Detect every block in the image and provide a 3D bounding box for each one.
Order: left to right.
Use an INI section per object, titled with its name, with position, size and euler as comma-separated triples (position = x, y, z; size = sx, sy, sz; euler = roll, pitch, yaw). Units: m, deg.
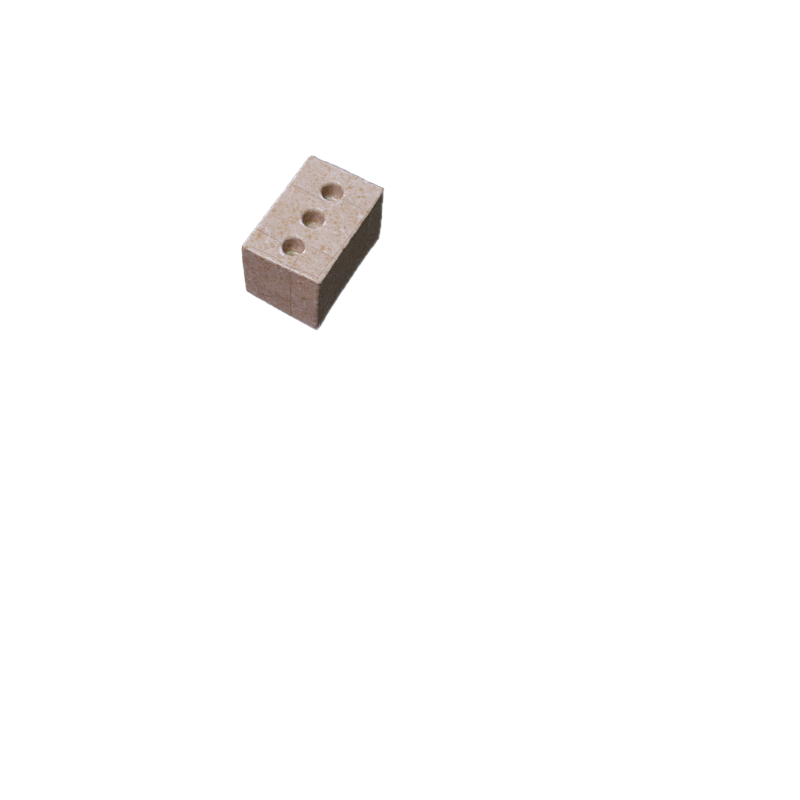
[block]
position = -0.051, -0.093, 0.653
size = 0.054, 0.080, 0.048
euler = 26, -27, 12
